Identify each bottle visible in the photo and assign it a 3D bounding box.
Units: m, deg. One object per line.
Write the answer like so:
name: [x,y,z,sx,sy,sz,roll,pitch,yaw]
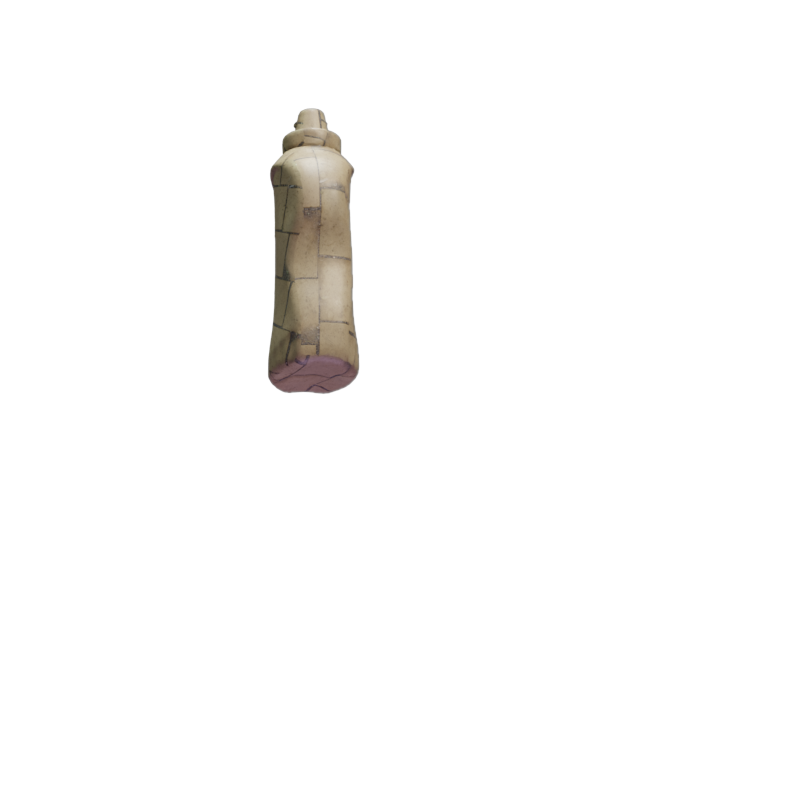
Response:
bottle: [-0.059,-0.106,0.745,0.058,0.200,0.093,1,-18,-8]
